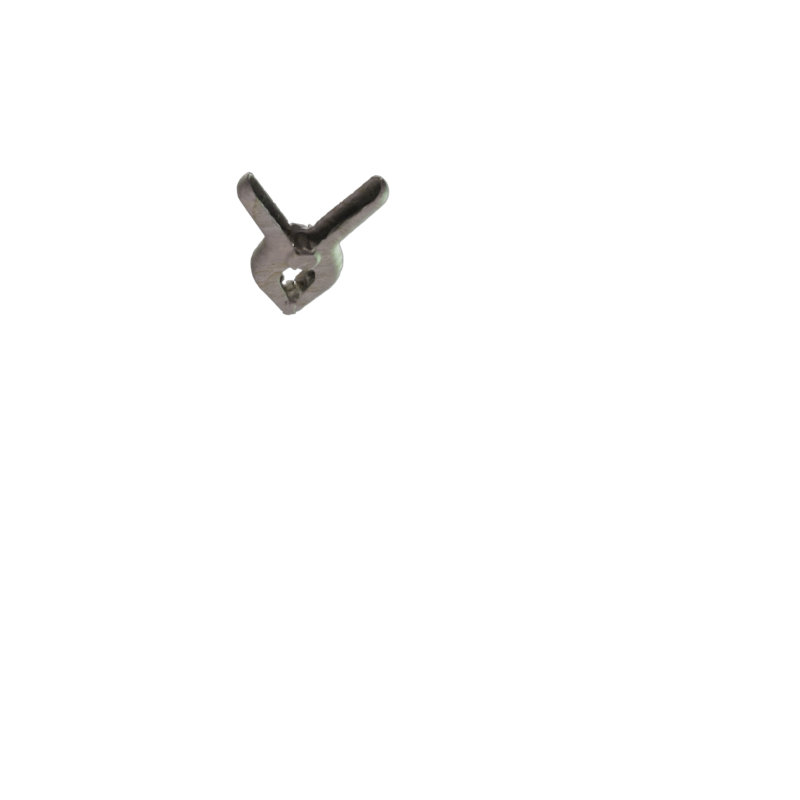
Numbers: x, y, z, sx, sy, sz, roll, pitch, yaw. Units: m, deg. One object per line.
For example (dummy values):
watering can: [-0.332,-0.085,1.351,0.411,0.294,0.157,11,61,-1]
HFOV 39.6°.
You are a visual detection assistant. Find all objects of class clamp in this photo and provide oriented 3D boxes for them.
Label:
clamp: [-0.072,-0.132,0.923,0.120,0.042,0.161,1,-31,-2]
